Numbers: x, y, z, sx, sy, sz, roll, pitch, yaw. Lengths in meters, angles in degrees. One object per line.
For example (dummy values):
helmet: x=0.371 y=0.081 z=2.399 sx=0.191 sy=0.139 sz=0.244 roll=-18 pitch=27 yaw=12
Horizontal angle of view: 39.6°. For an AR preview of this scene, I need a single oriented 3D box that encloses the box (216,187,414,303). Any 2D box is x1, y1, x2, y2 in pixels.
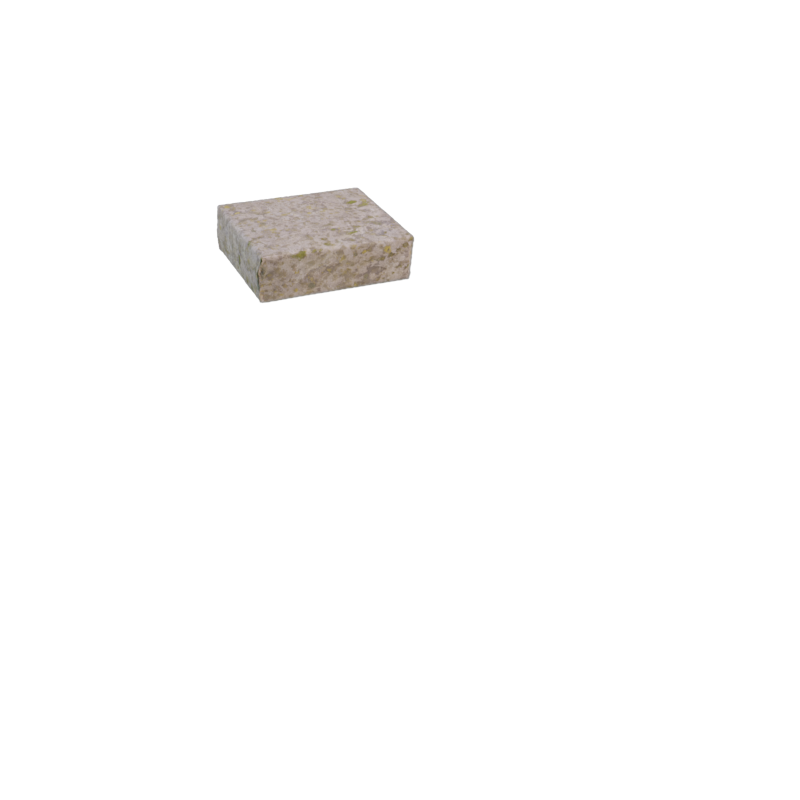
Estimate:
box: x=-0.060 y=-0.109 z=0.766 sx=0.112 sy=0.037 sz=0.097 roll=-13 pitch=33 yaw=-21
